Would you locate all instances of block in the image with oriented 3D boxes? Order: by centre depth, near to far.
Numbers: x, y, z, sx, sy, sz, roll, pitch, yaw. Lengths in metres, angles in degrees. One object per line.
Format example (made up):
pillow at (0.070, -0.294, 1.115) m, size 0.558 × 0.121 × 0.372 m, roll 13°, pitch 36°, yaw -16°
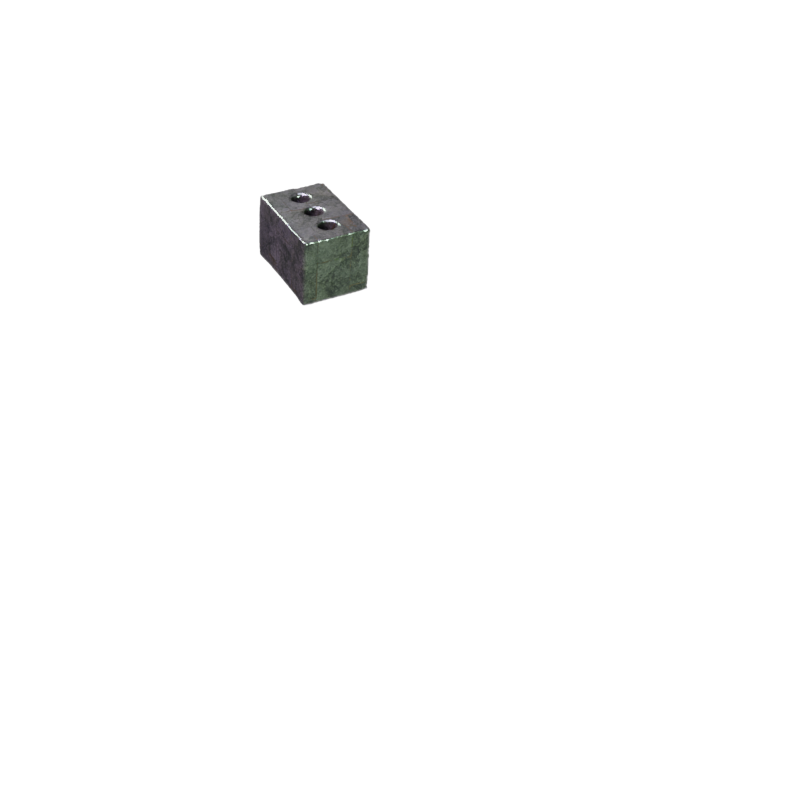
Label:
block at (-0.062, -0.113, 0.789) m, size 0.052 × 0.048 × 0.084 m, roll -16°, pitch 38°, yaw -23°
